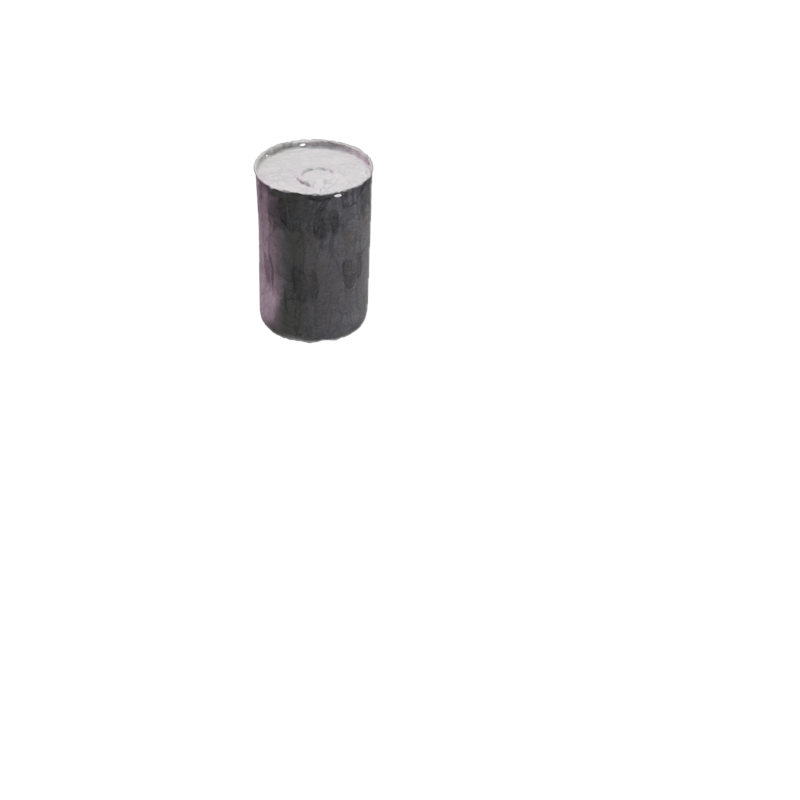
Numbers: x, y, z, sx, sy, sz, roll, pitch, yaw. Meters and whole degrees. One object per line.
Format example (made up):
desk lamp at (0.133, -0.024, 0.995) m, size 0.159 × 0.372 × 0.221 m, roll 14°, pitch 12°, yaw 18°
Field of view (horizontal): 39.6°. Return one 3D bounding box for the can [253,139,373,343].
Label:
can at (-0.051, -0.093, 0.653) m, size 0.068 × 0.096 × 0.073 m, roll 0°, pitch 34°, yaw -3°
